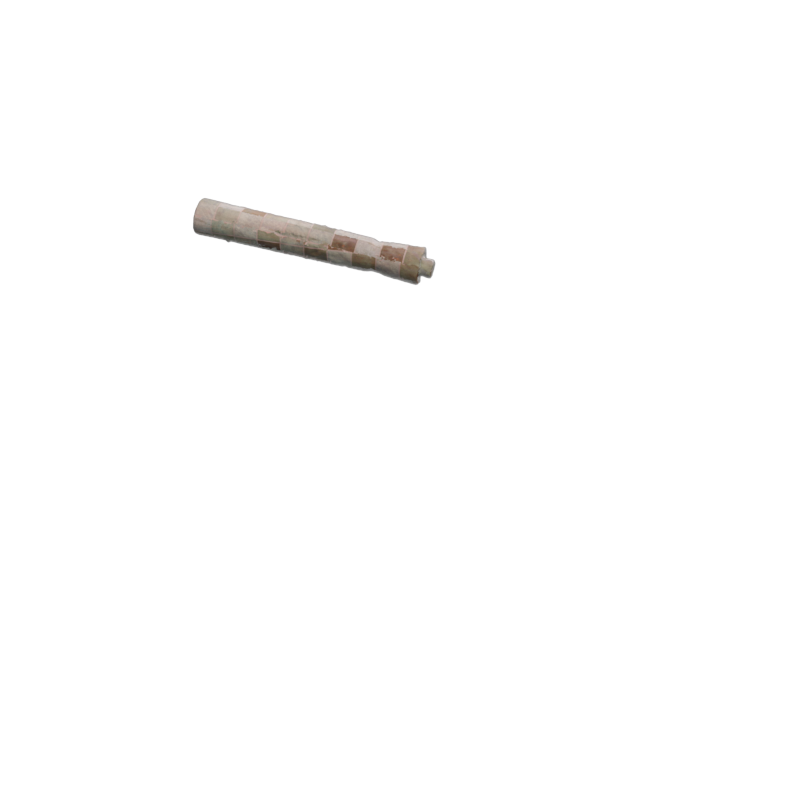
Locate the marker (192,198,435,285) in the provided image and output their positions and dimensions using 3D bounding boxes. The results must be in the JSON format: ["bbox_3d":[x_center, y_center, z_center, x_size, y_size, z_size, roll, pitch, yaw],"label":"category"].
[{"bbox_3d":[-0.043,-0.078,0.545,0.124,0.020,0.019,15,7,13],"label":"marker"}]
